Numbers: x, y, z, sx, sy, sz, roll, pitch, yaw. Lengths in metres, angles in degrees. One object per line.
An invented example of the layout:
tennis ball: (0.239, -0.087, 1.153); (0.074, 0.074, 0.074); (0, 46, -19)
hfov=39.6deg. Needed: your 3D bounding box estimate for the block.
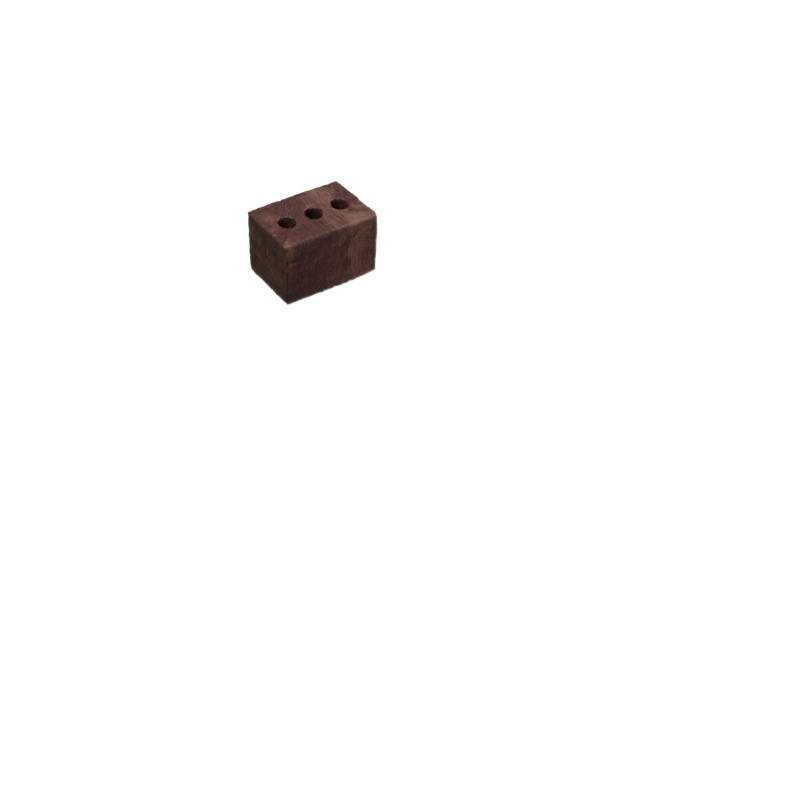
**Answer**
block: (-0.062, -0.112, 0.786); (0.077, 0.048, 0.057); (-24, 46, -27)
